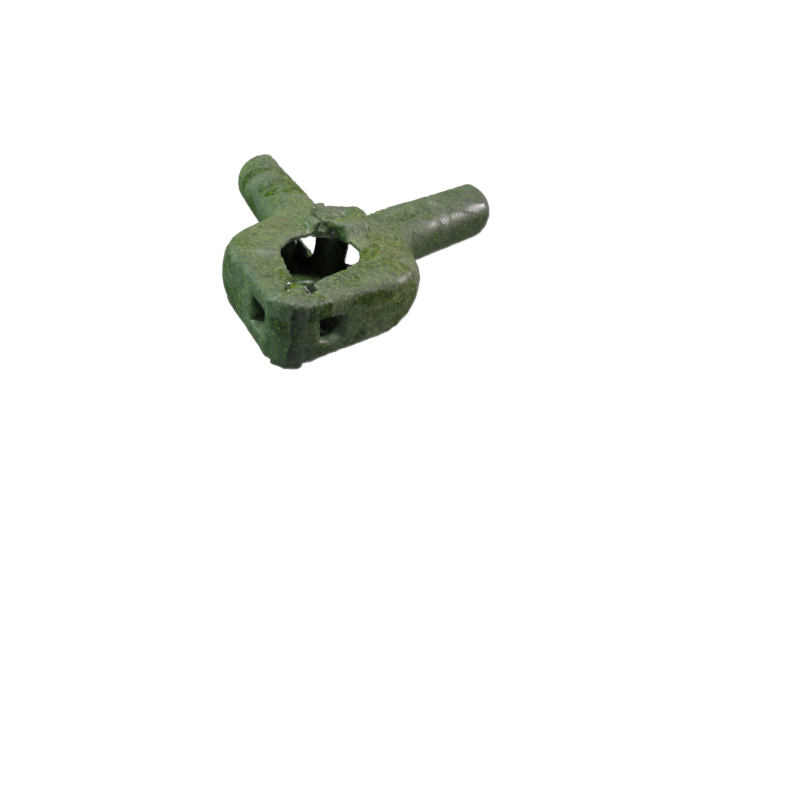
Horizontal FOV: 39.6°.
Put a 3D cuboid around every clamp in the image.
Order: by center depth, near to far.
[{"bbox_3d":[-0.037,-0.068,0.475,0.124,0.037,0.175,8,27,16],"label":"clamp"}]
